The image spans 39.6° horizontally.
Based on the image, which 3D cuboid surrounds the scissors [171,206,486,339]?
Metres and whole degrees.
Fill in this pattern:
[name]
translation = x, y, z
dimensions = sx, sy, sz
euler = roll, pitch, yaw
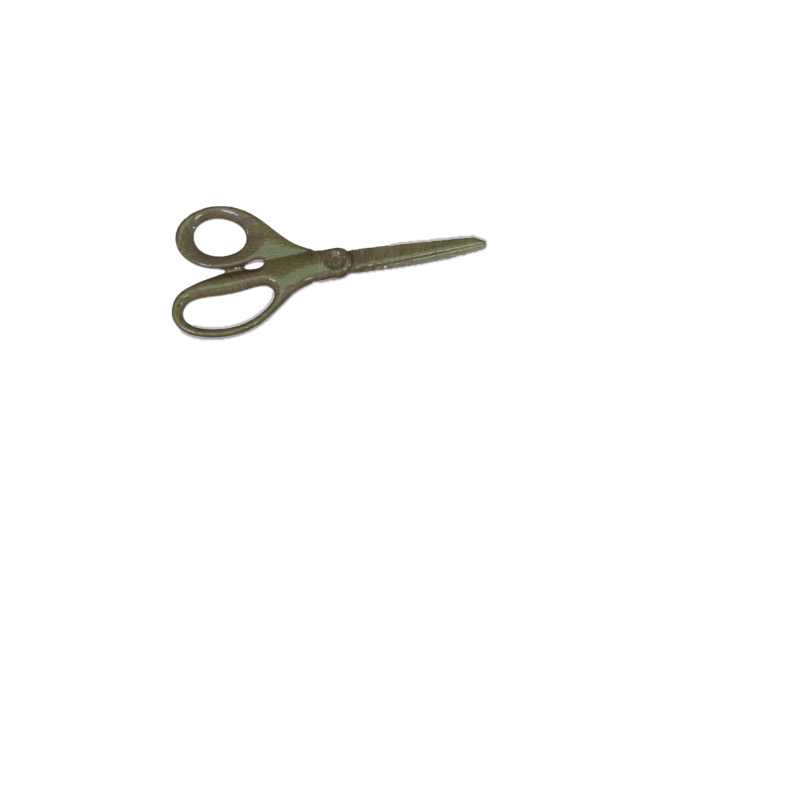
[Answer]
[scissors]
translation = -0.056, -0.101, 0.709
dimensions = 0.201, 0.101, 0.015
euler = -23, -19, -9
